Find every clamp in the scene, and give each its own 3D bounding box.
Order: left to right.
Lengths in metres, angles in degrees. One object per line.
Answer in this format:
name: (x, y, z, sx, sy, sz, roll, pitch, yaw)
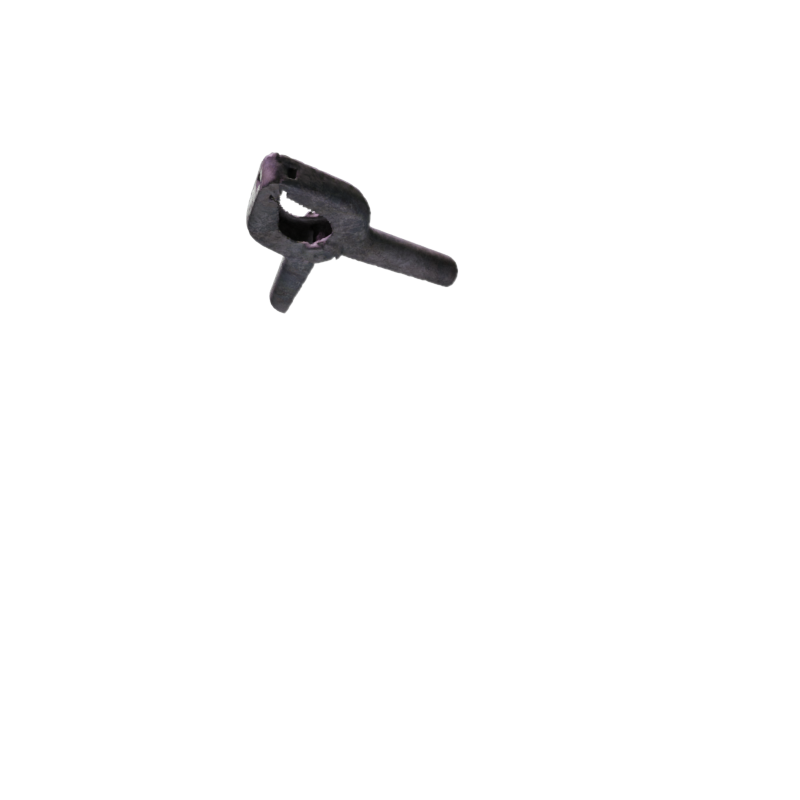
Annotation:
clamp: (-0.068, -0.124, 0.866, 0.167, 0.038, 0.195, -12, -26, 25)
